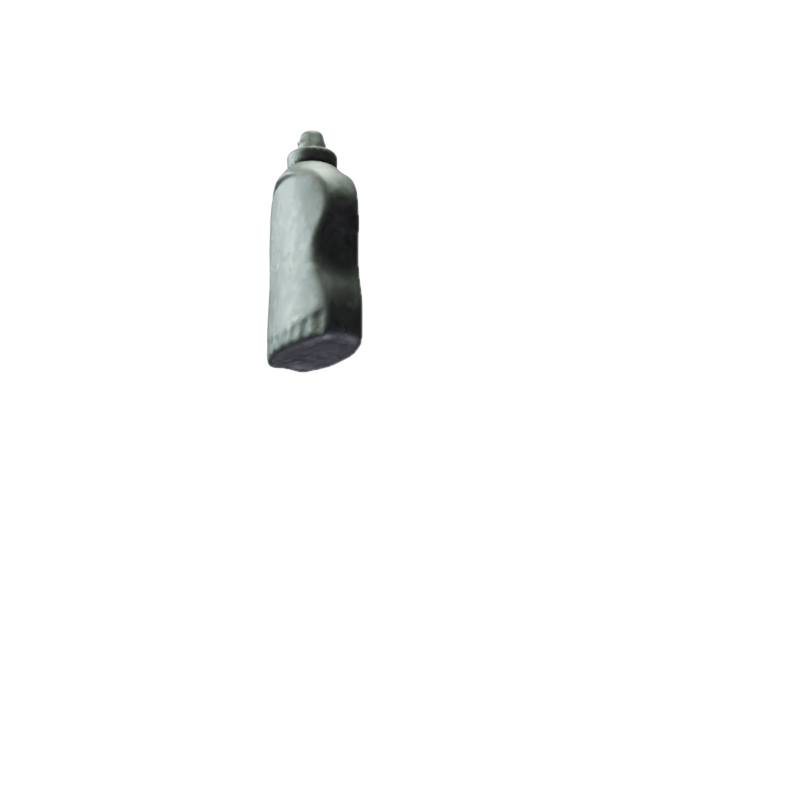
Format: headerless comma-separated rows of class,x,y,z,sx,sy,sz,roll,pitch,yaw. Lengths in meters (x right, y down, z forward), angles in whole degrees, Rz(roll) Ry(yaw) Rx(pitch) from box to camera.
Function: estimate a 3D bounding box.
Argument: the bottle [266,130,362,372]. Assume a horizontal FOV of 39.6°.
bottle,-0.069,-0.125,0.877,0.056,0.202,0.095,12,-25,-30
